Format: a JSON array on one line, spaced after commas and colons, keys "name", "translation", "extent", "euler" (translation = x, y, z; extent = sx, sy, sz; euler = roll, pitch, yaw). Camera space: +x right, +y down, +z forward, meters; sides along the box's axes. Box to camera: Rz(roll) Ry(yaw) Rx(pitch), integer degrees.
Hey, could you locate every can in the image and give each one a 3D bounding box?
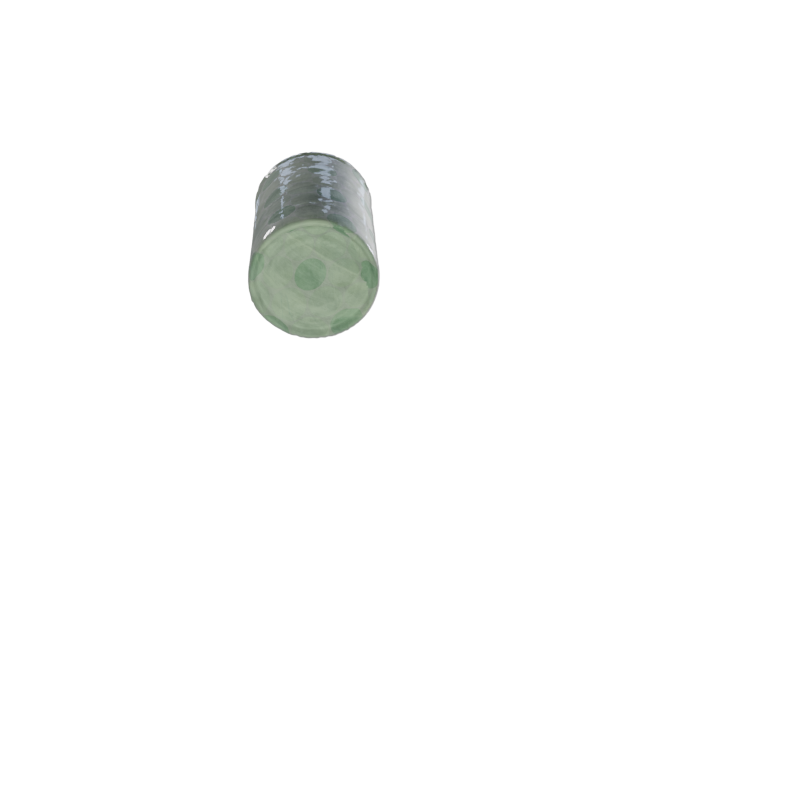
[{"name": "can", "translation": [-0.047, -0.085, 0.597], "extent": [0.068, 0.065, 0.108], "euler": [0, 28, -3]}]
